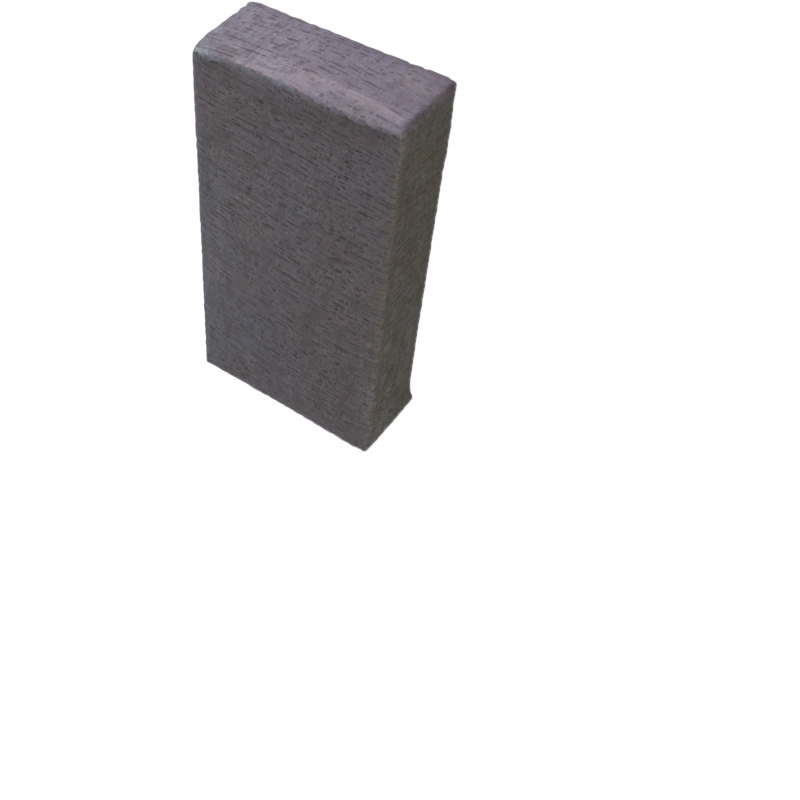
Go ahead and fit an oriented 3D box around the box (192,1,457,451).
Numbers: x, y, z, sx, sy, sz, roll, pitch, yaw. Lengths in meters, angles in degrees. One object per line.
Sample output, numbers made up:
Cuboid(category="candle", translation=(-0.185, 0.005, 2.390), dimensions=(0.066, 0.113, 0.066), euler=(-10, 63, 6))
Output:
Cuboid(category="box", translation=(-0.036, -0.064, 0.451), dimensions=(0.098, 0.164, 0.049), euler=(28, 53, 20))
